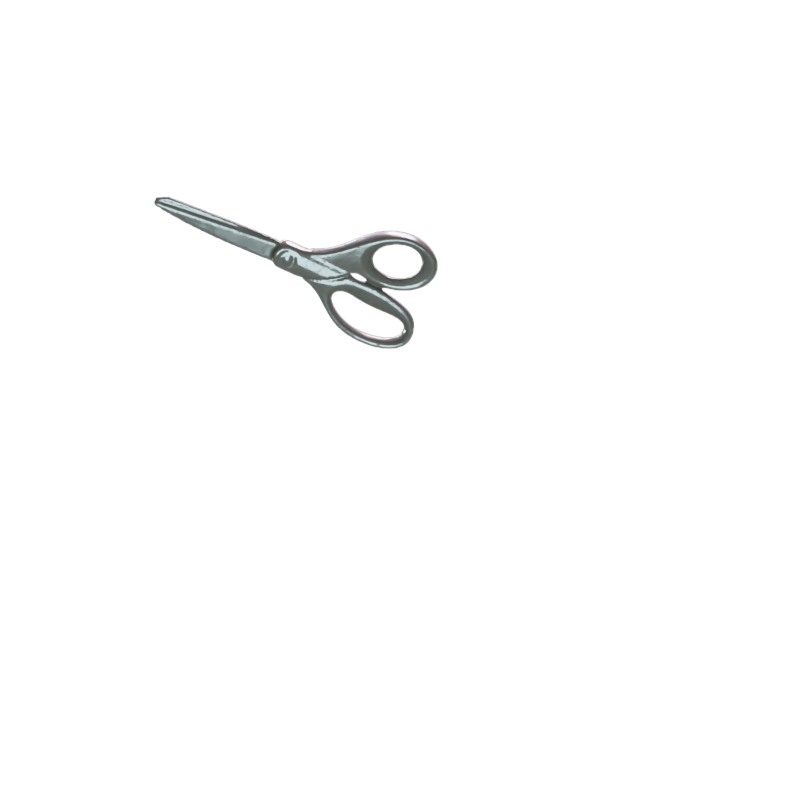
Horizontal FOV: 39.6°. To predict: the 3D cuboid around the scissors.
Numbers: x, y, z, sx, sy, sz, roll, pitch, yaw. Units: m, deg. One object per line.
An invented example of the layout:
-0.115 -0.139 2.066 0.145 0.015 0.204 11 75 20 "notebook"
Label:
-0.059 -0.108 0.757 0.194 0.095 0.017 37 21 -17 "scissors"
